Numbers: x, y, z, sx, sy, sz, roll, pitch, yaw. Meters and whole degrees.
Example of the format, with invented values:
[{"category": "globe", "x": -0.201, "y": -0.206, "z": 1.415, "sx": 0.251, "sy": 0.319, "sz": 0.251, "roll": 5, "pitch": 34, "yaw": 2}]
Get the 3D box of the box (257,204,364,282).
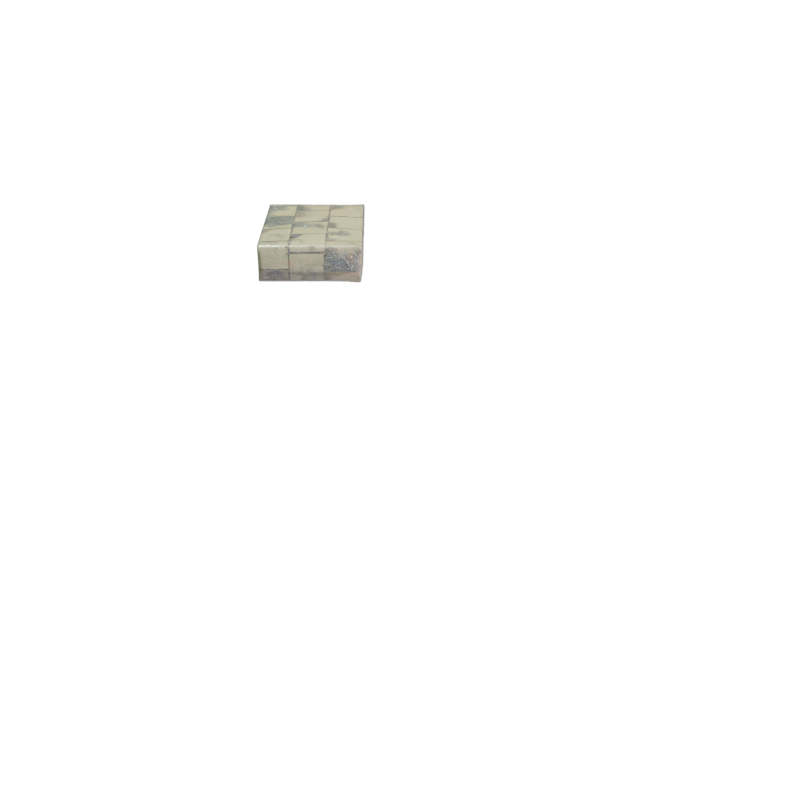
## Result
[{"category": "box", "x": -0.077, "y": -0.141, "z": 0.986, "sx": 0.090, "sy": 0.037, "sz": 0.119, "roll": 1, "pitch": 25, "yaw": 1}]
